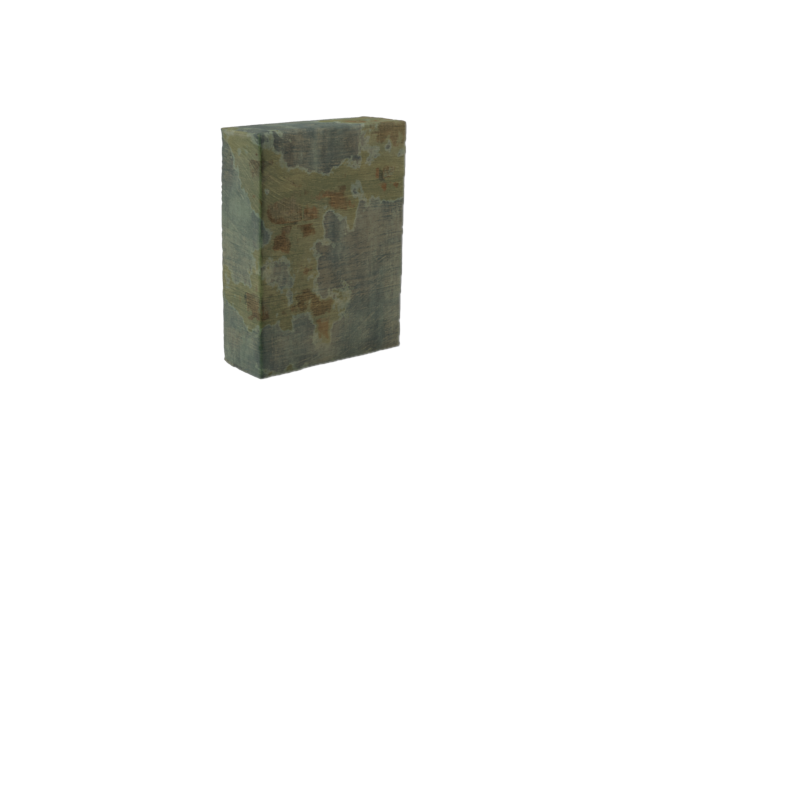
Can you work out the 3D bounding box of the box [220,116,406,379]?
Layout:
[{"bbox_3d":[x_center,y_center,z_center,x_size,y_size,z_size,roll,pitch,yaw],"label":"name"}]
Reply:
[{"bbox_3d":[-0.078,-0.142,0.993,0.160,0.207,0.076,-12,18,-39],"label":"box"}]
